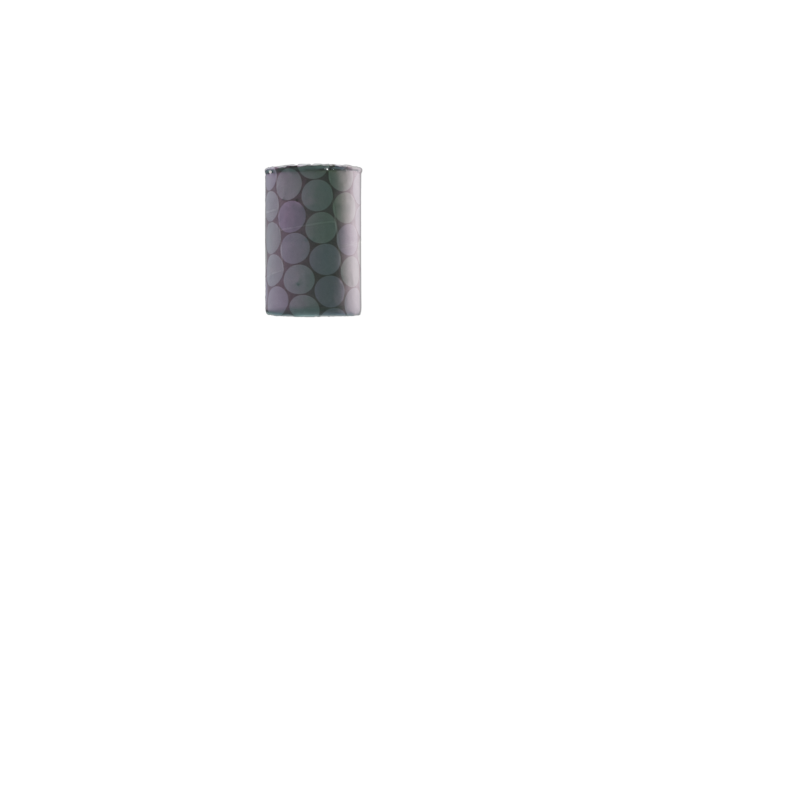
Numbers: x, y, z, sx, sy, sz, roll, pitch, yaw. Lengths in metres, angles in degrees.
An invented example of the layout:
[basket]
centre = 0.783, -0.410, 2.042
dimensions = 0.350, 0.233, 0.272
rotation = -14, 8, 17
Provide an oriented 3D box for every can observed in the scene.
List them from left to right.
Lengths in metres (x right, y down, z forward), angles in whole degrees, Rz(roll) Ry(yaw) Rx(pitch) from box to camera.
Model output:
[can]
centre = -0.060, -0.110, 0.767
dimensions = 0.068, 0.102, 0.069
rotation = 0, 0, -2
